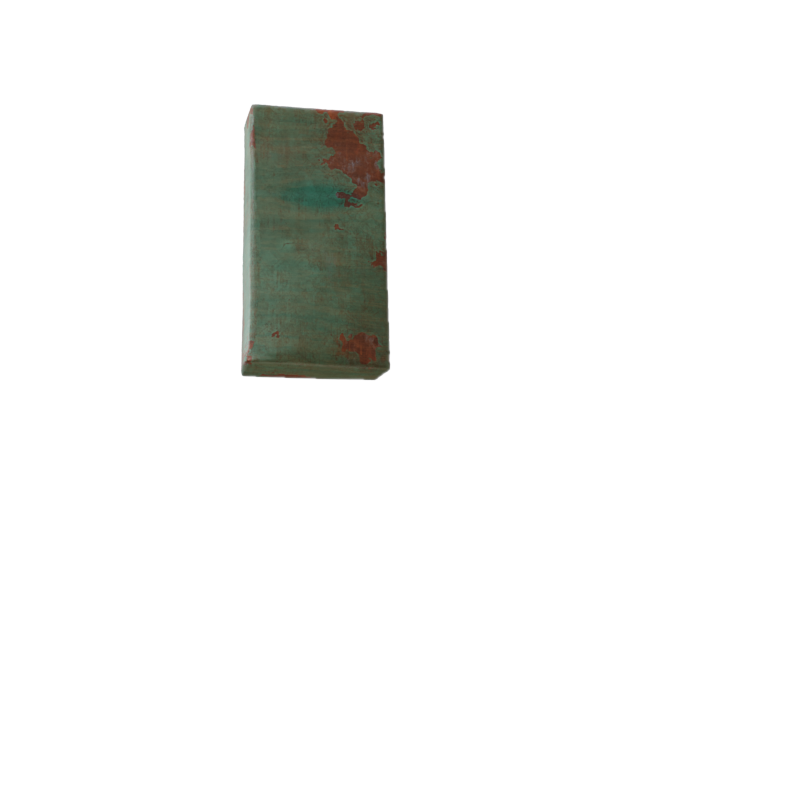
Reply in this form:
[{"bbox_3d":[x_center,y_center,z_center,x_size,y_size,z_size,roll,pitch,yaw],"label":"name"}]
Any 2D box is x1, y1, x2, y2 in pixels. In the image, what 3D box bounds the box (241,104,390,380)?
[{"bbox_3d":[-0.057,-0.104,0.732,0.092,0.184,0.047,2,-19,-11],"label":"box"}]
